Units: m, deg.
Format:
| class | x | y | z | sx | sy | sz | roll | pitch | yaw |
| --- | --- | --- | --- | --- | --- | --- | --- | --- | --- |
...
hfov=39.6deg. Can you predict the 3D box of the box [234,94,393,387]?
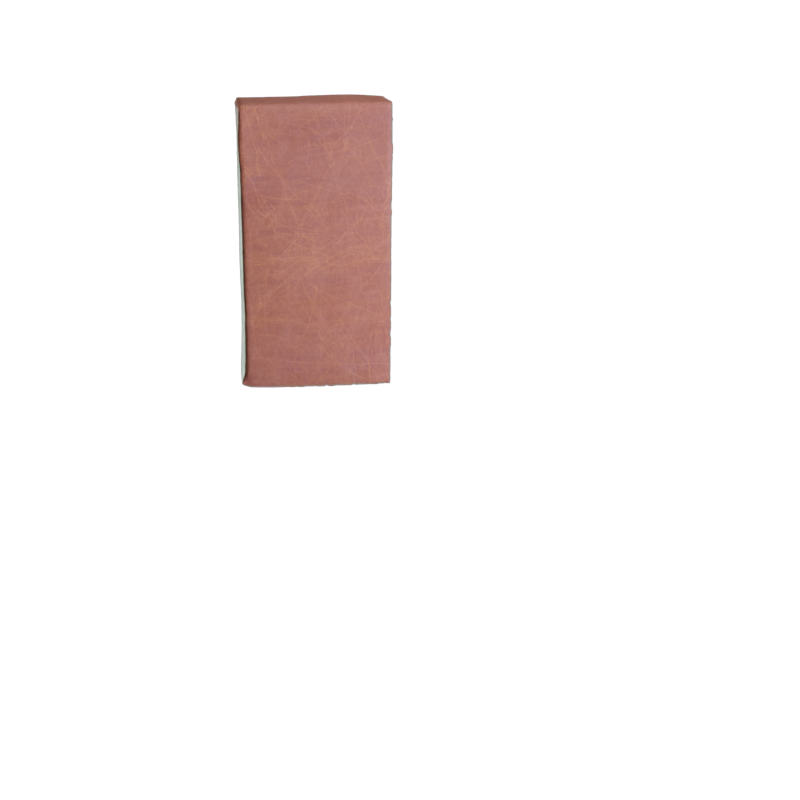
| class | x | y | z | sx | sy | sz | roll | pitch | yaw |
| --- | --- | --- | --- | --- | --- | --- | --- | --- | --- |
| box | -0.053 | -0.097 | 0.677 | 0.092 | 0.171 | 0.050 | -1 | 14 | -8 |
